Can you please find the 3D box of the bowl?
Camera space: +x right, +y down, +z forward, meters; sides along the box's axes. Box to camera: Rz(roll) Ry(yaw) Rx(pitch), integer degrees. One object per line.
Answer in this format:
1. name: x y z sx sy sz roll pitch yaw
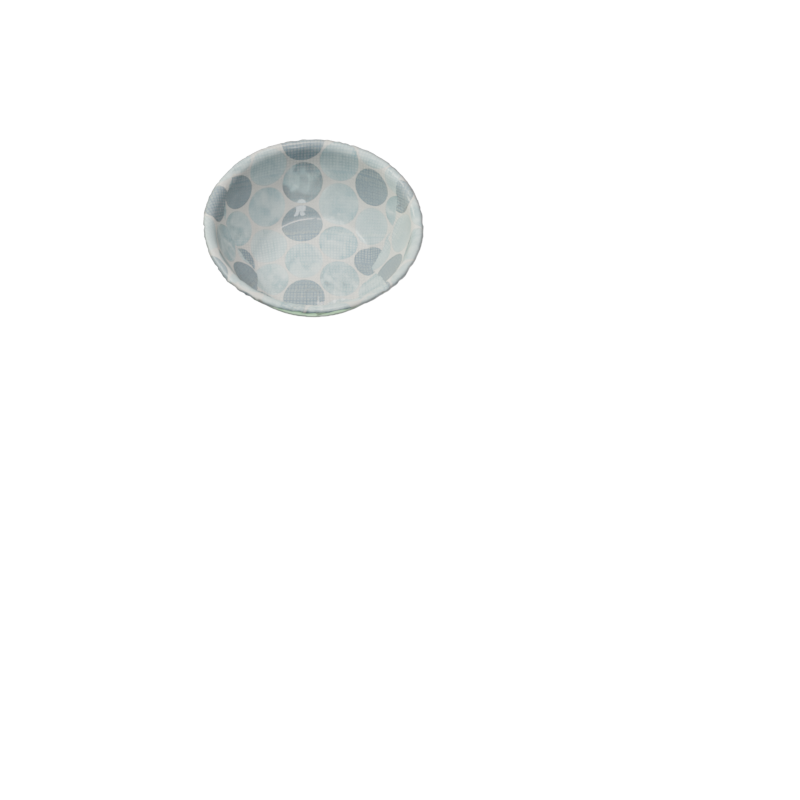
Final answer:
1. bowl: -0.065 -0.119 0.832 0.162 0.173 0.051 -1 -34 -1
